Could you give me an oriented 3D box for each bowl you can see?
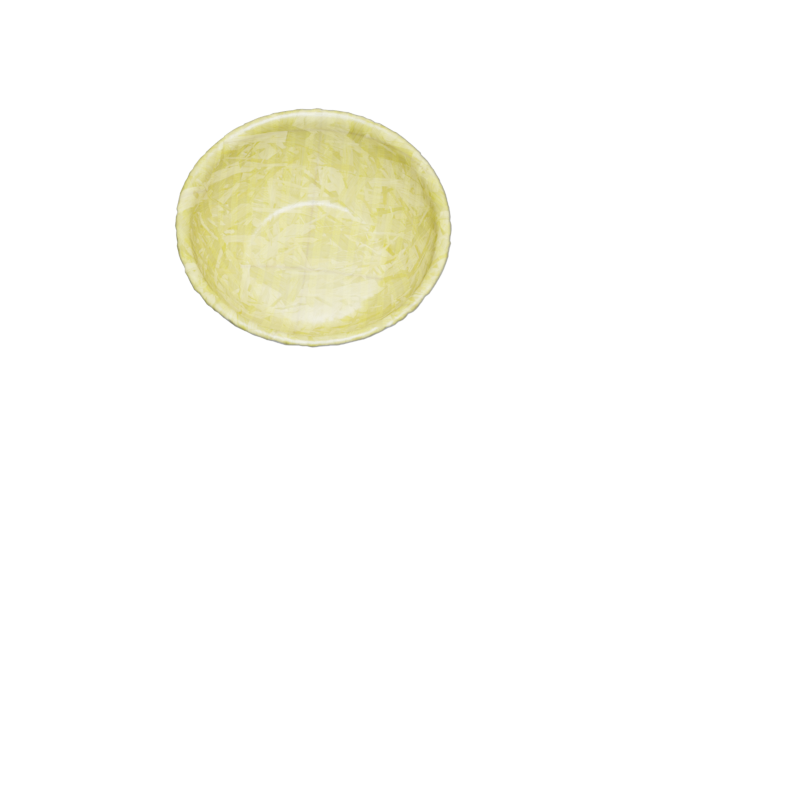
[{"bbox_3d":[-0.052,-0.095,0.668,0.162,0.172,0.052,-1,-28,-1],"label":"bowl"}]
